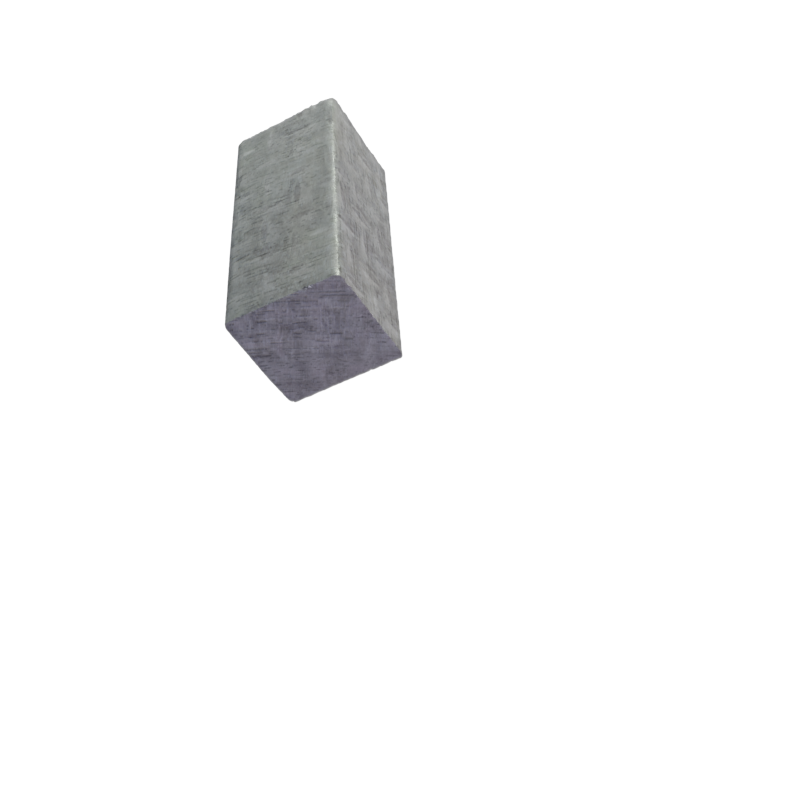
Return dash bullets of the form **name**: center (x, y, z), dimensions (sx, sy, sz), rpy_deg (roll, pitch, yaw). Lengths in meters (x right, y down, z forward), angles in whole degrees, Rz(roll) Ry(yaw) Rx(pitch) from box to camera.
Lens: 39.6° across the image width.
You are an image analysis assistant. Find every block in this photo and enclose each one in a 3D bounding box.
- **block**: center (-0.064, -0.116, 0.807), dimensions (0.091, 0.221, 0.083), rpy_deg (-24, -49, 18)
